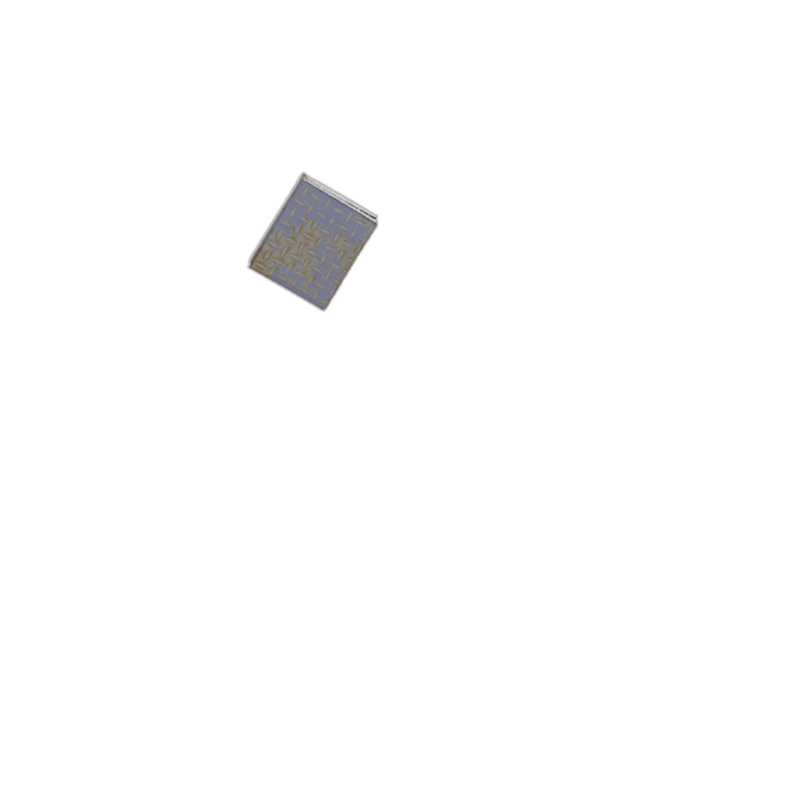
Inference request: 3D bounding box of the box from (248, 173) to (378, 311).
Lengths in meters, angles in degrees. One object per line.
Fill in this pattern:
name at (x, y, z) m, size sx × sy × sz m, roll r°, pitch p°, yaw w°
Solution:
box at (-0.071, -0.130, 0.908) m, size 0.072 × 0.088 × 0.031 m, roll 30°, pitch 12°, yaw -8°
